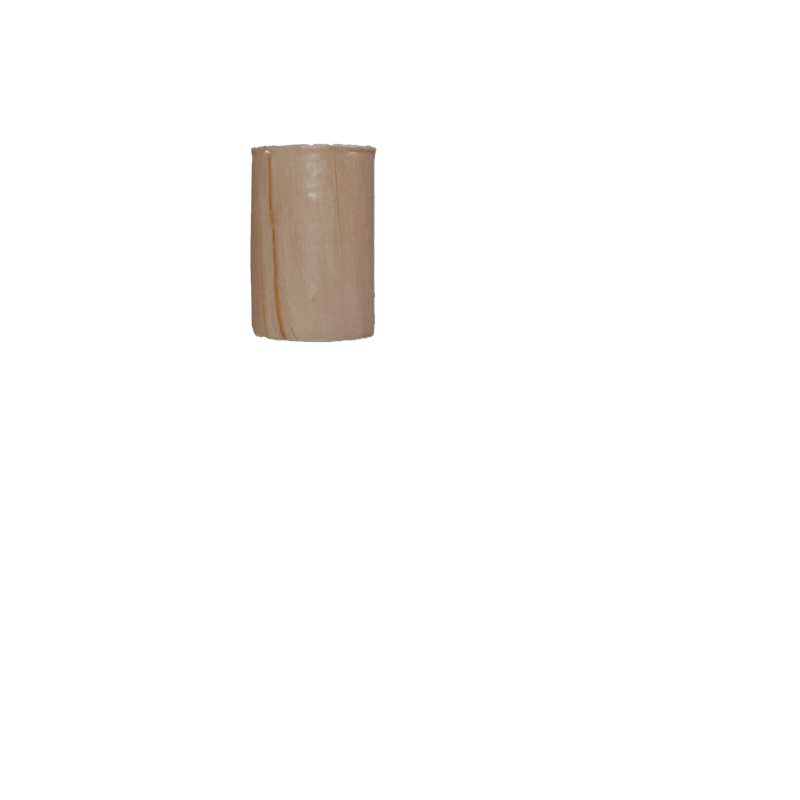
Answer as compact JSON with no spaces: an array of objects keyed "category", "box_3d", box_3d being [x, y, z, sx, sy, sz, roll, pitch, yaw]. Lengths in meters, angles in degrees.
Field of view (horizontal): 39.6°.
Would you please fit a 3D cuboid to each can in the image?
[{"category":"can","box_3d":[-0.047,-0.086,0.600,0.068,0.102,0.069,0,4,-2]}]
